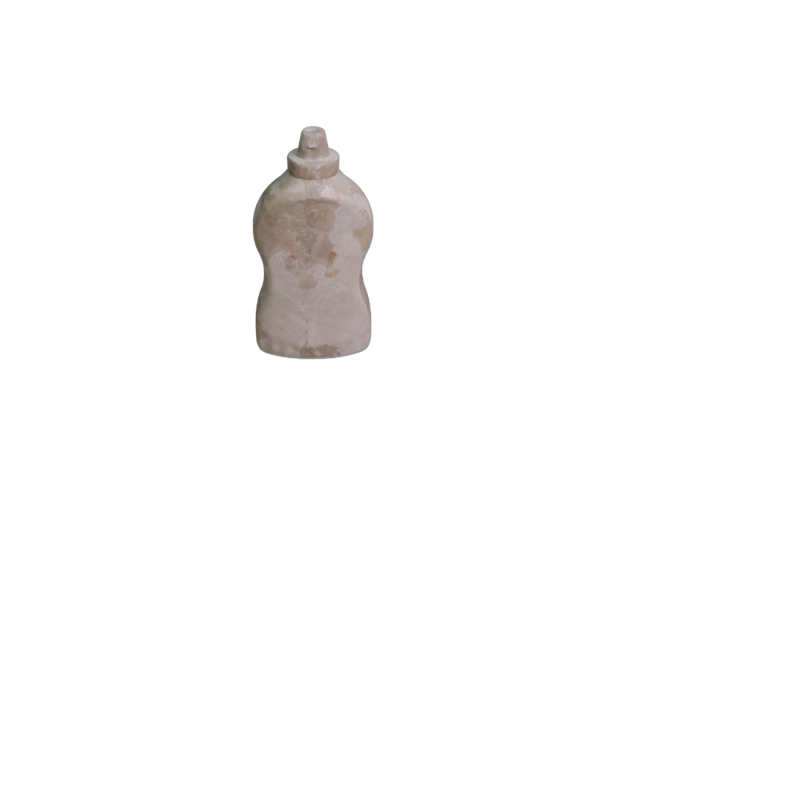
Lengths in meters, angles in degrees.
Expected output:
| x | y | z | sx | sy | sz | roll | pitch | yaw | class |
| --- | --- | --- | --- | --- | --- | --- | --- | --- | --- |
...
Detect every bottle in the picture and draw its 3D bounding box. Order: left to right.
| x | y | z | sx | sy | sz | roll | pitch | yaw | class |
| --- | --- | --- | --- | --- | --- | --- | --- | --- | --- |
| -0.069 | -0.127 | 0.888 | 0.096 | 0.181 | 0.062 | 1 | 28 | -1 | bottle |
